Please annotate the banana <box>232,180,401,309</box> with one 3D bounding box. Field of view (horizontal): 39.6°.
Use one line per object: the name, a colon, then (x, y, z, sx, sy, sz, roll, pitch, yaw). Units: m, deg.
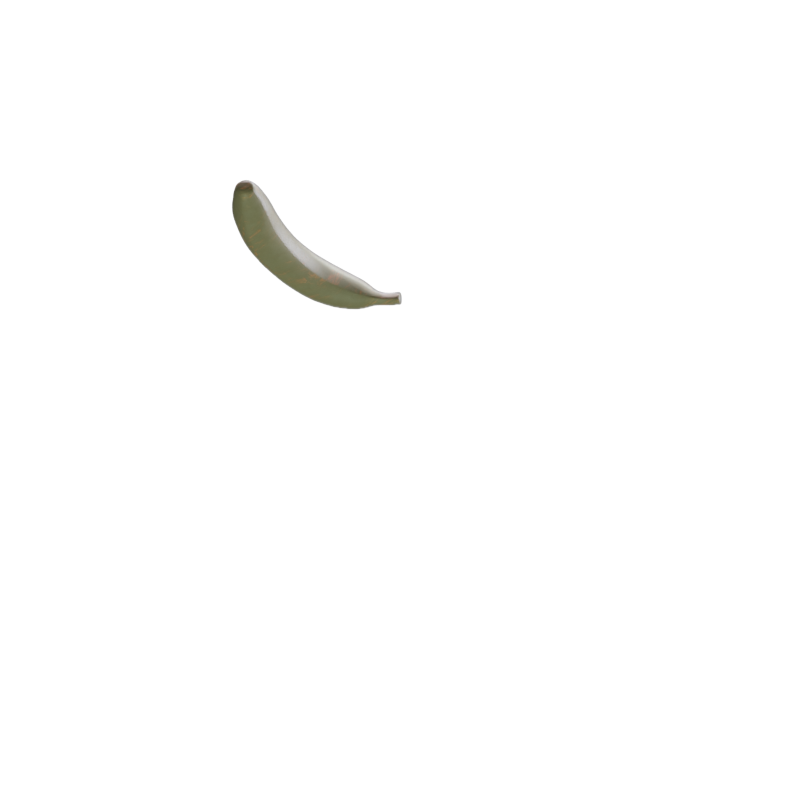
banana: (-0.085, -0.126, 0.954, 0.069, 0.039, 0.185, -29, -45, 33)
